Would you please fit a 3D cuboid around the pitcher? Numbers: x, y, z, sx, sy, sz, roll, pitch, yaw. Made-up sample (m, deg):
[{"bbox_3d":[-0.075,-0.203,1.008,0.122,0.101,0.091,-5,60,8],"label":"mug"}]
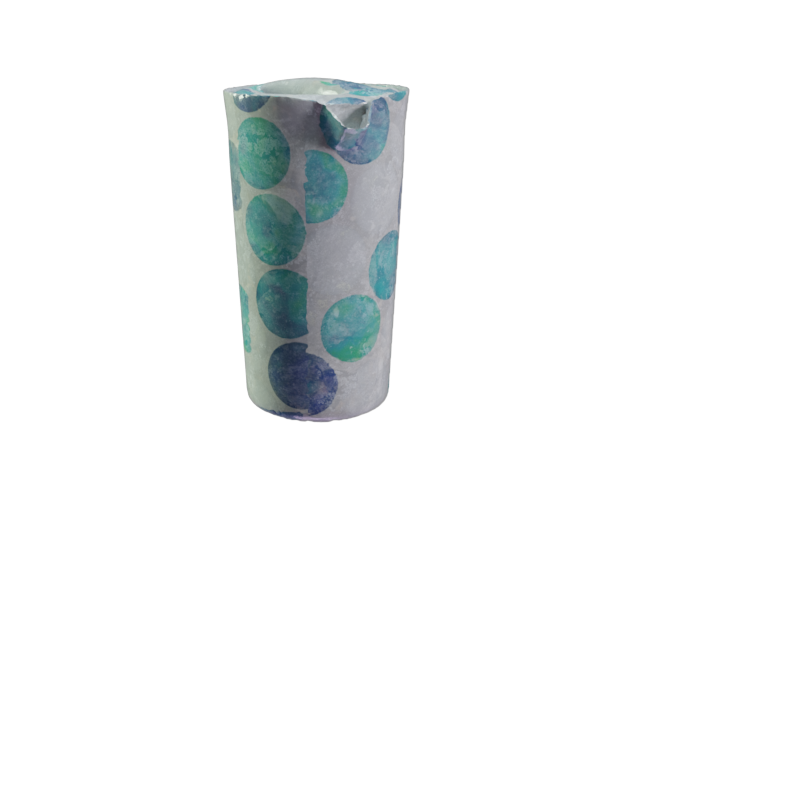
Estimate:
[{"bbox_3d":[-0.065,-0.118,0.826,0.150,0.235,0.149,7,16,22],"label":"pitcher"}]
